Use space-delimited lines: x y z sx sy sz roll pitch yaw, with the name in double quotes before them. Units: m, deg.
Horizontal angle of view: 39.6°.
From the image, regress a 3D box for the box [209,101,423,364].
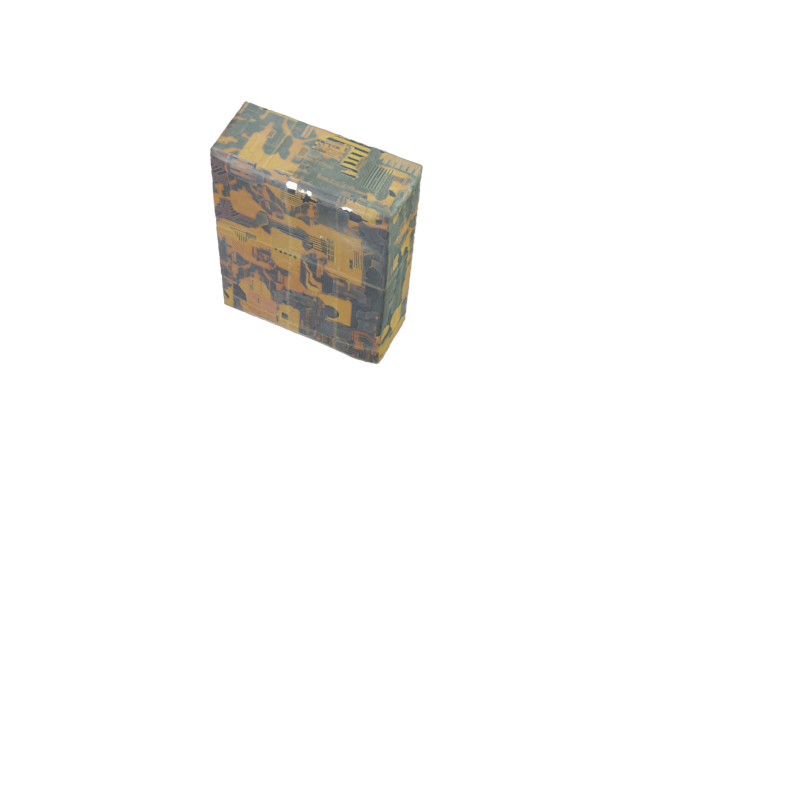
"box" -0.075 -0.137 0.960 0.169 0.074 0.200 24 -32 13
